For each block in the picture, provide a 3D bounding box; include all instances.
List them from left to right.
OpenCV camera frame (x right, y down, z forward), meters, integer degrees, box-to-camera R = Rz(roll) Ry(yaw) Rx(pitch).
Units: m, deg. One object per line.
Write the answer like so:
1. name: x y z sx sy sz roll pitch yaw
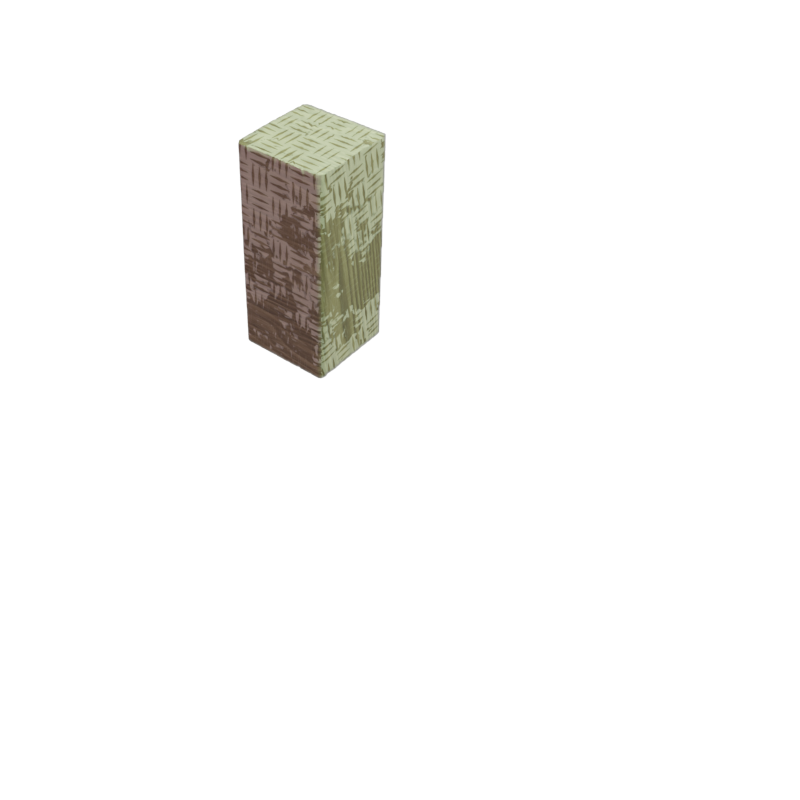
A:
1. block: -0.075 -0.136 0.957 0.096 0.193 0.091 27 43 28
